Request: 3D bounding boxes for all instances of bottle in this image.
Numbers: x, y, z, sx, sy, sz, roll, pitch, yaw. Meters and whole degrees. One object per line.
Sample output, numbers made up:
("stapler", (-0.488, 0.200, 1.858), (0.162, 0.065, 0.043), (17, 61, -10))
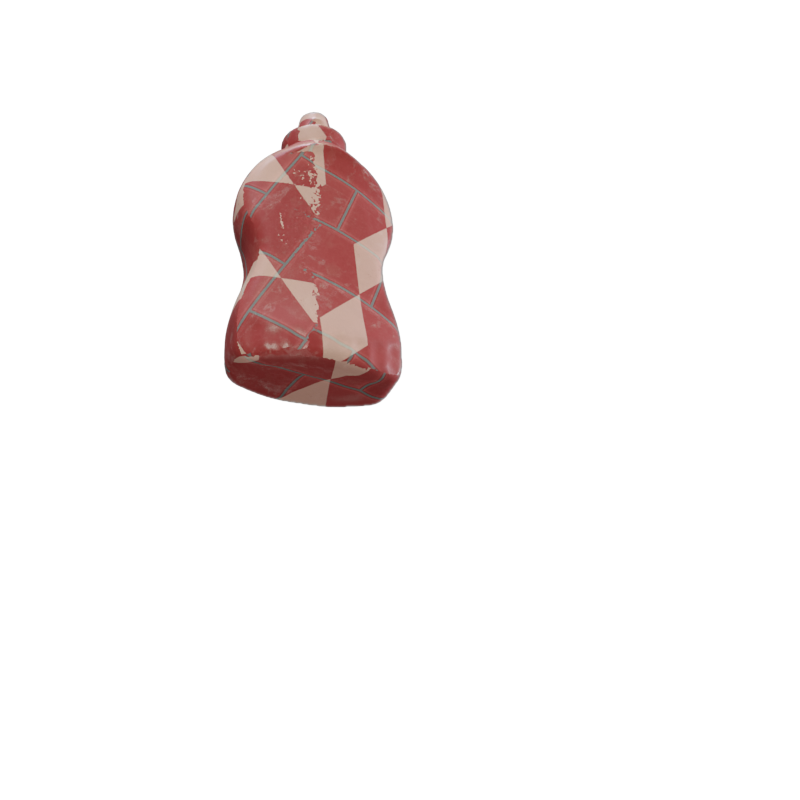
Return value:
("bottle", (-0.051, -0.094, 0.656), (0.094, 0.205, 0.056), (7, -35, -15))
